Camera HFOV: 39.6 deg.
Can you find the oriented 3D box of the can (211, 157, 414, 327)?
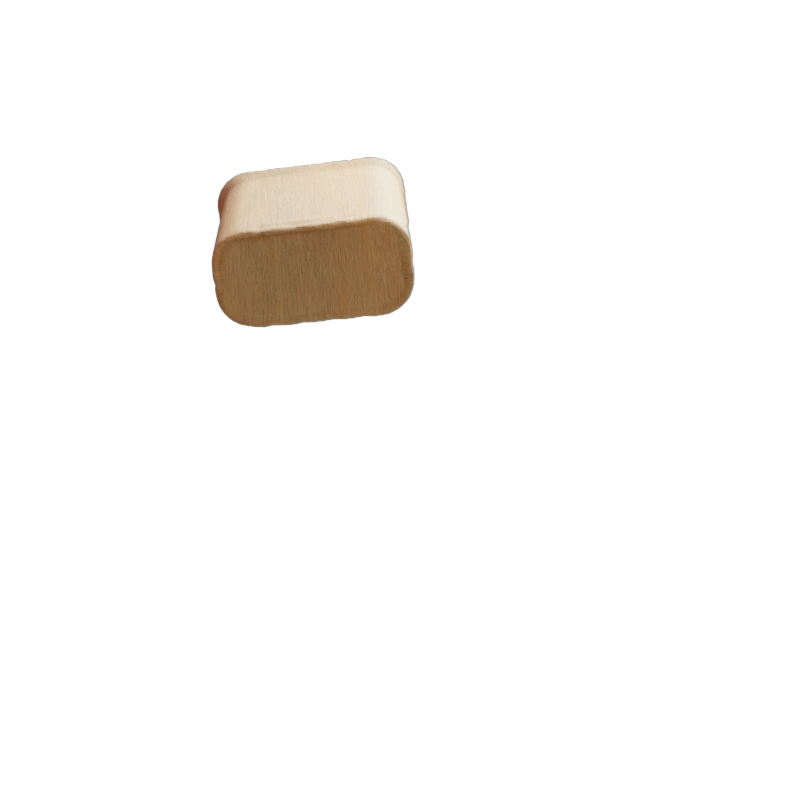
[{"bbox_3d":[-0.044,-0.081,0.564,0.102,0.054,0.088,-7,27,1],"label":"can"}]
